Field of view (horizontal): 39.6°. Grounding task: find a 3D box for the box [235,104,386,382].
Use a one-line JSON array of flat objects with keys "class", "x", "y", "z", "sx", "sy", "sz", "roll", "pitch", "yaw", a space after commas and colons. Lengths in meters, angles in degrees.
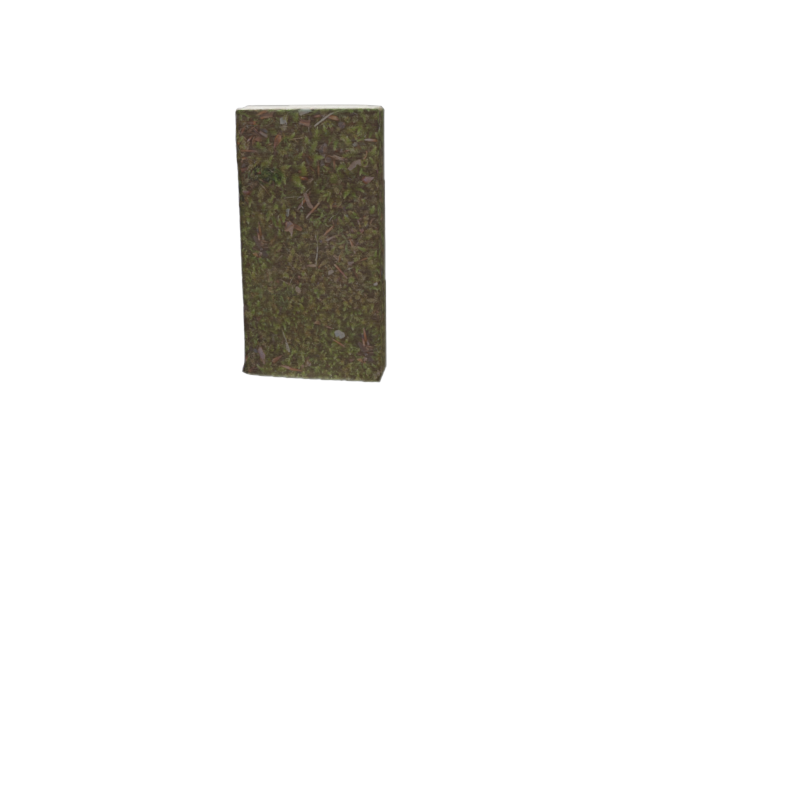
[{"class": "box", "x": -0.056, "y": -0.103, "z": 0.719, "sx": 0.095, "sy": 0.172, "sz": 0.048, "roll": 2, "pitch": 9, "yaw": 9}]
